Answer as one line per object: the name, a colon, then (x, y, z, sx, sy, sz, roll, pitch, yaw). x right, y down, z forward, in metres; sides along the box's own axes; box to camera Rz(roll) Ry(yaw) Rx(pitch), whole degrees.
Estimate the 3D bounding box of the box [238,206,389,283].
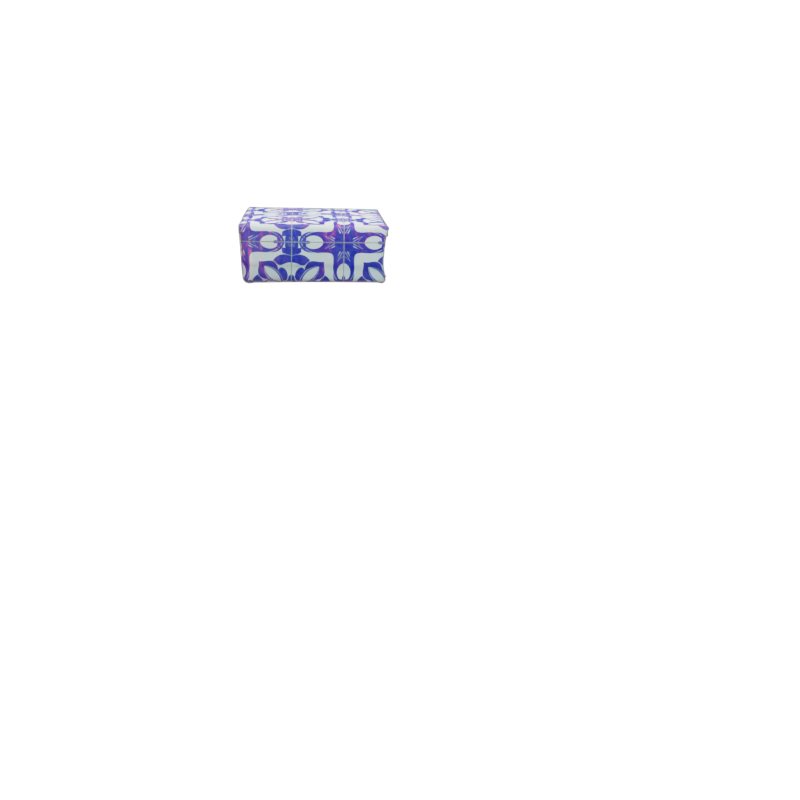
box: (-0.056, -0.101, 0.708, 0.090, 0.038, 0.117, -1, 16, -3)
